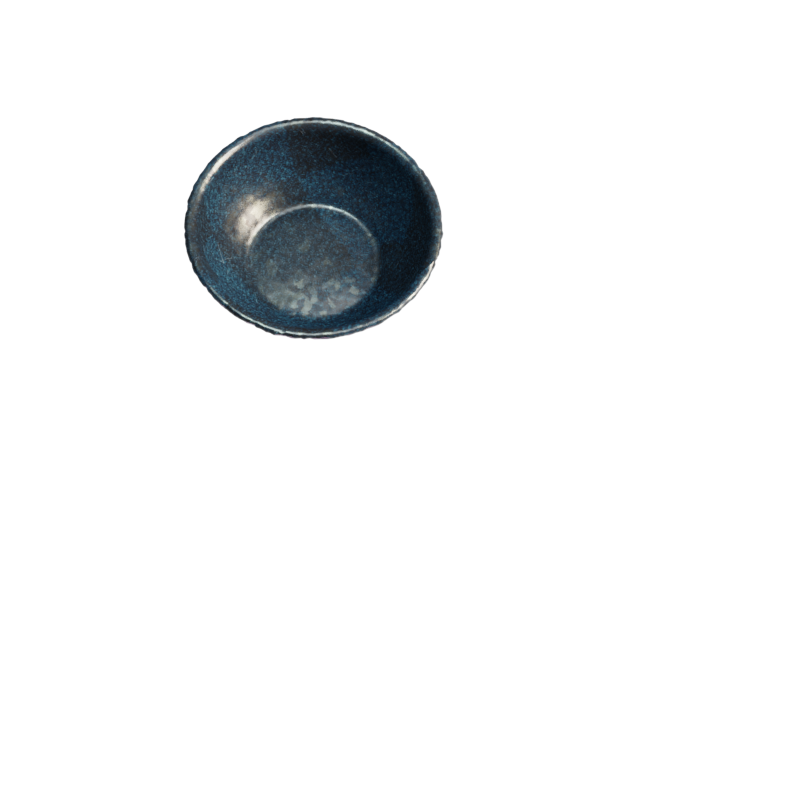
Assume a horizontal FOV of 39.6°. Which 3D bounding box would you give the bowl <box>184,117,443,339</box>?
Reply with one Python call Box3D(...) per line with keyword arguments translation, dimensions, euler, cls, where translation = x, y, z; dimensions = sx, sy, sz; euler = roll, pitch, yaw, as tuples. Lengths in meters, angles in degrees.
Box3D(translation=(-0.056, -0.102, 0.715), dimensions=(0.162, 0.172, 0.052), euler=(-1, -28, -1), cls="bowl")
